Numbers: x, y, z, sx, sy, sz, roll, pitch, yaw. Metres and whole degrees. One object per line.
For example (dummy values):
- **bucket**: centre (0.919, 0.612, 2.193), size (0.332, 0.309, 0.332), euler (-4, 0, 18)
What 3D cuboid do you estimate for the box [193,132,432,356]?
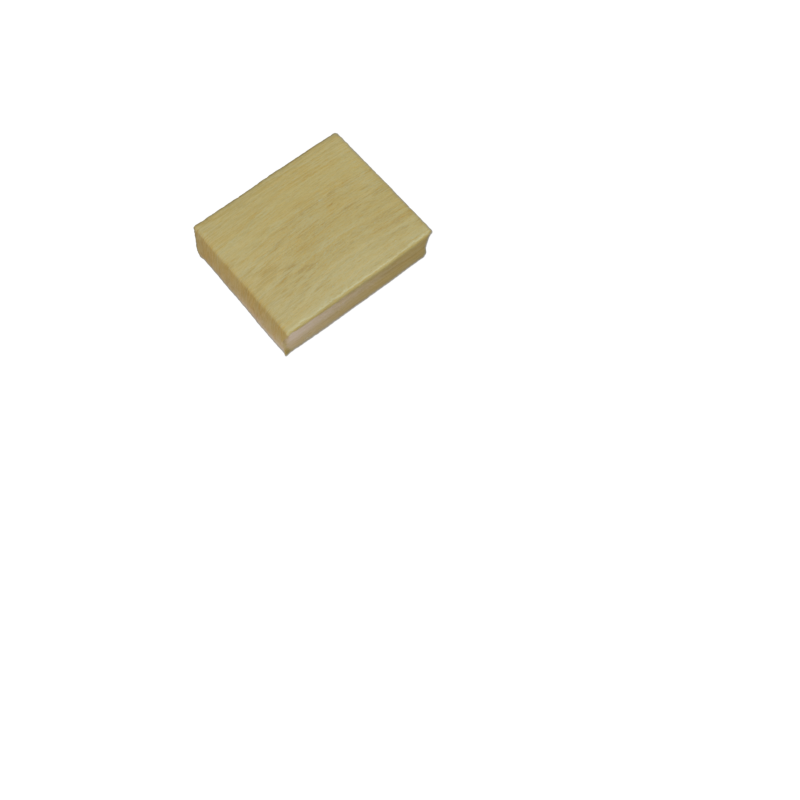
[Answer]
- **box**: centre (-0.052, -0.095, 0.662), size (0.114, 0.095, 0.037), euler (-38, -20, -17)
